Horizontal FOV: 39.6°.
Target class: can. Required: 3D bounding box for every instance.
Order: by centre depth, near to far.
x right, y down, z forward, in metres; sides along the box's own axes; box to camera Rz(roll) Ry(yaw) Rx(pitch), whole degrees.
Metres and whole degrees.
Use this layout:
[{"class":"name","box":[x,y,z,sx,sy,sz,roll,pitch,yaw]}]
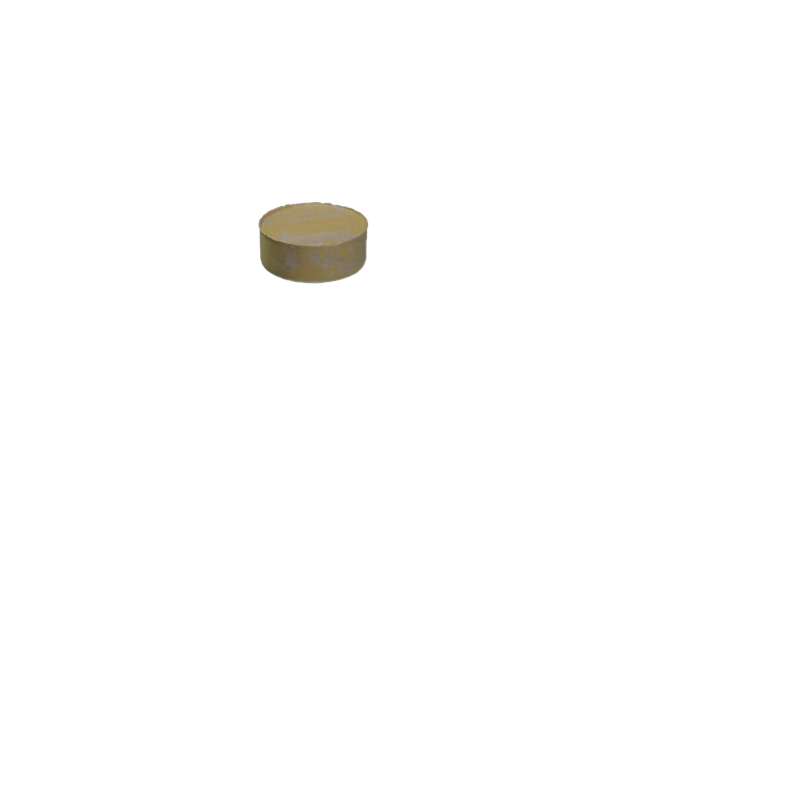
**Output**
[{"class":"can","box":[-0.068,-0.124,0.871,0.086,0.032,0.091,-1,30,-2]}]
